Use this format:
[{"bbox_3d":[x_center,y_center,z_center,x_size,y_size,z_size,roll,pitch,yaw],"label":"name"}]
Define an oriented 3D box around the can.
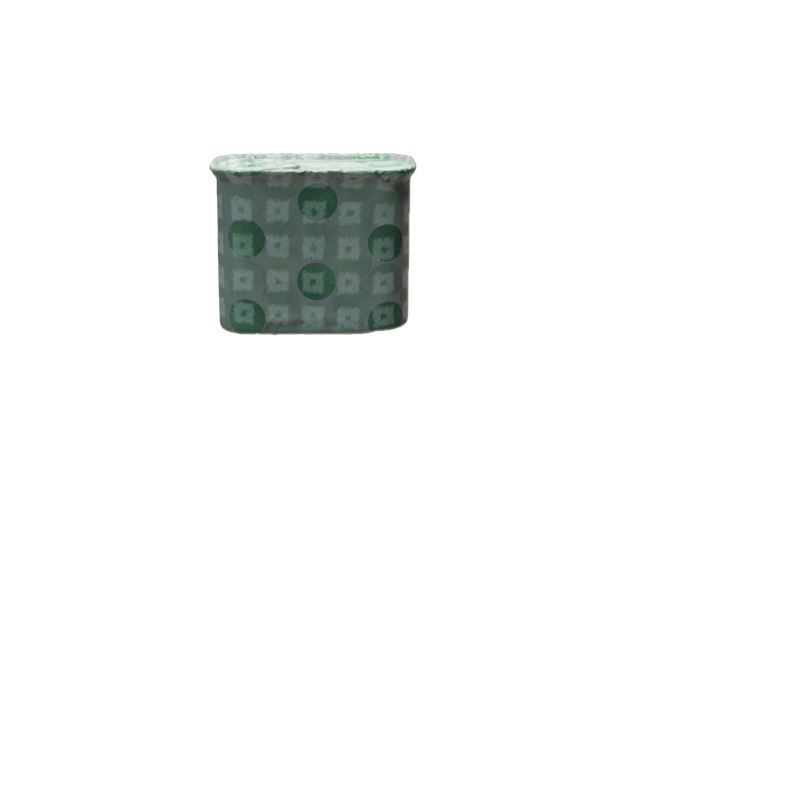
[{"bbox_3d":[-0.044,-0.080,0.563,0.102,0.081,0.059,0,15,-1],"label":"can"}]
